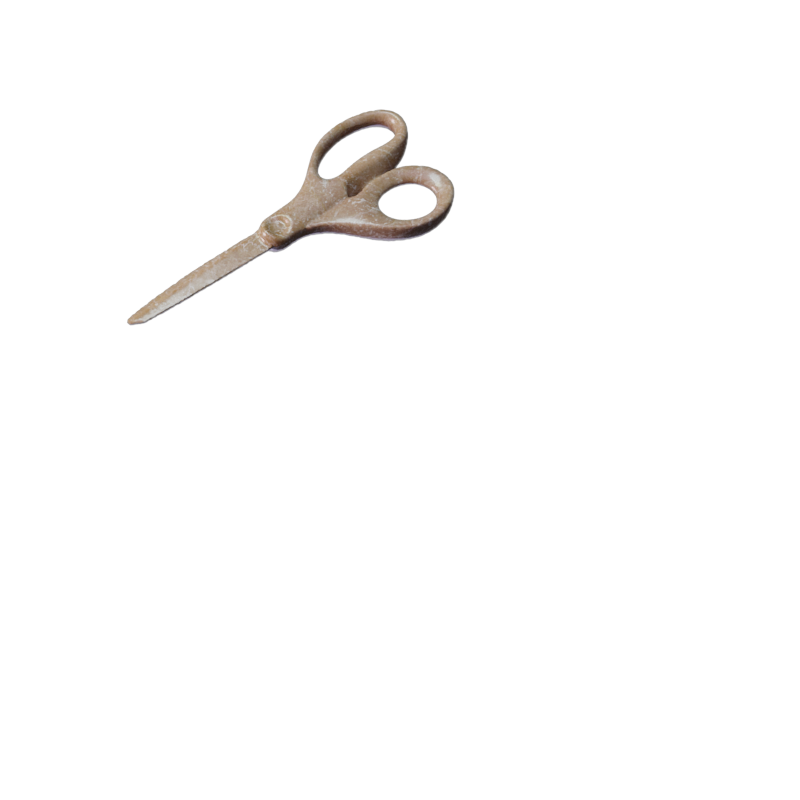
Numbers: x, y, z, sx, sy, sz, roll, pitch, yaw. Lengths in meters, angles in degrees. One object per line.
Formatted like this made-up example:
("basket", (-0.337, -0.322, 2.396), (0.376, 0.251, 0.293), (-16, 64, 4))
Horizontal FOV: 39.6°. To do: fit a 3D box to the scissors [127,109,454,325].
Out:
("scissors", (-0.048, -0.087, 0.612), (0.100, 0.206, 0.015), (30, -27, 17))
